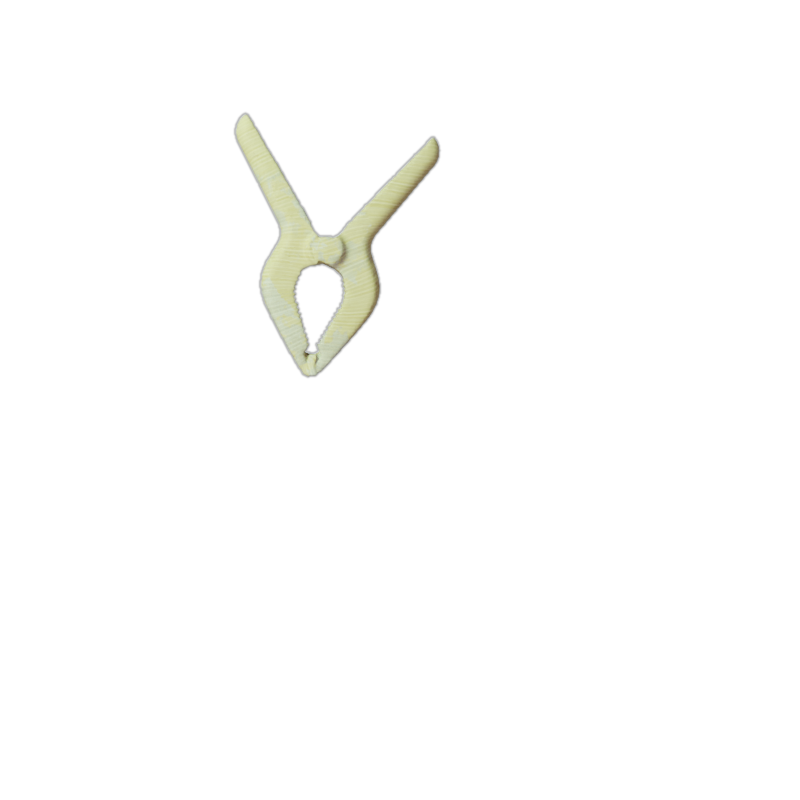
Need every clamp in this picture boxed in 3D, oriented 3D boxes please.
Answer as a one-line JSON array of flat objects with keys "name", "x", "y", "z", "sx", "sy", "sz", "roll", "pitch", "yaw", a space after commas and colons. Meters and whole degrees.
[{"name": "clamp", "x": -0.069, "y": -0.127, "z": 0.888, "sx": 0.165, "sy": 0.212, "sz": 0.036, "roll": 14, "pitch": -4, "yaw": 1}]
